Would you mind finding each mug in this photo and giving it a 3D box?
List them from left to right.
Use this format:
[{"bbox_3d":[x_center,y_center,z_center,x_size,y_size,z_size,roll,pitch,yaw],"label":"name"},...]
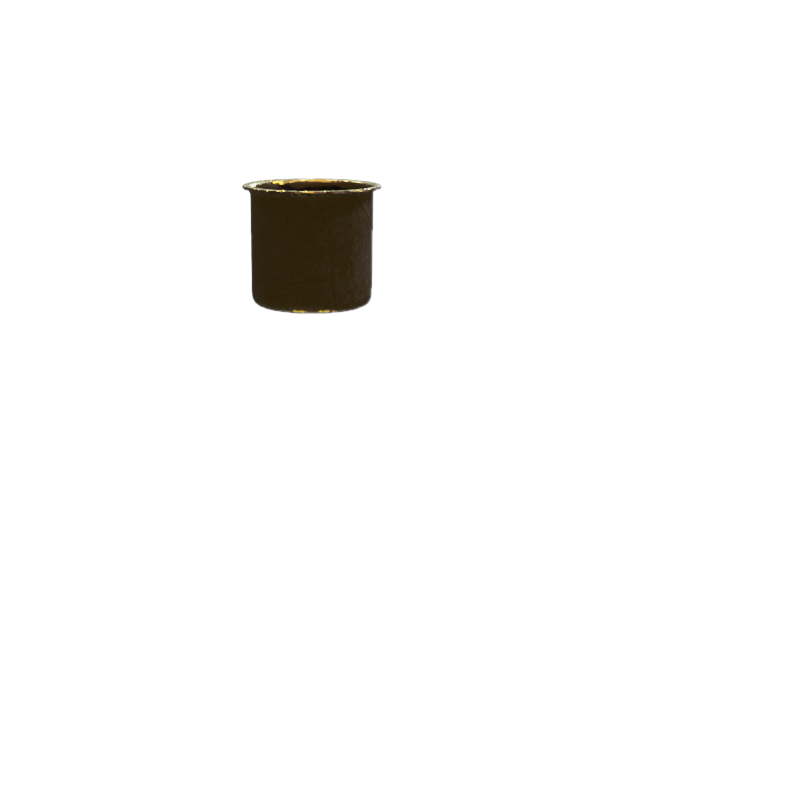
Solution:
[{"bbox_3d":[-0.059,-0.108,0.759,0.094,0.079,0.120,1,14,2],"label":"mug"}]
